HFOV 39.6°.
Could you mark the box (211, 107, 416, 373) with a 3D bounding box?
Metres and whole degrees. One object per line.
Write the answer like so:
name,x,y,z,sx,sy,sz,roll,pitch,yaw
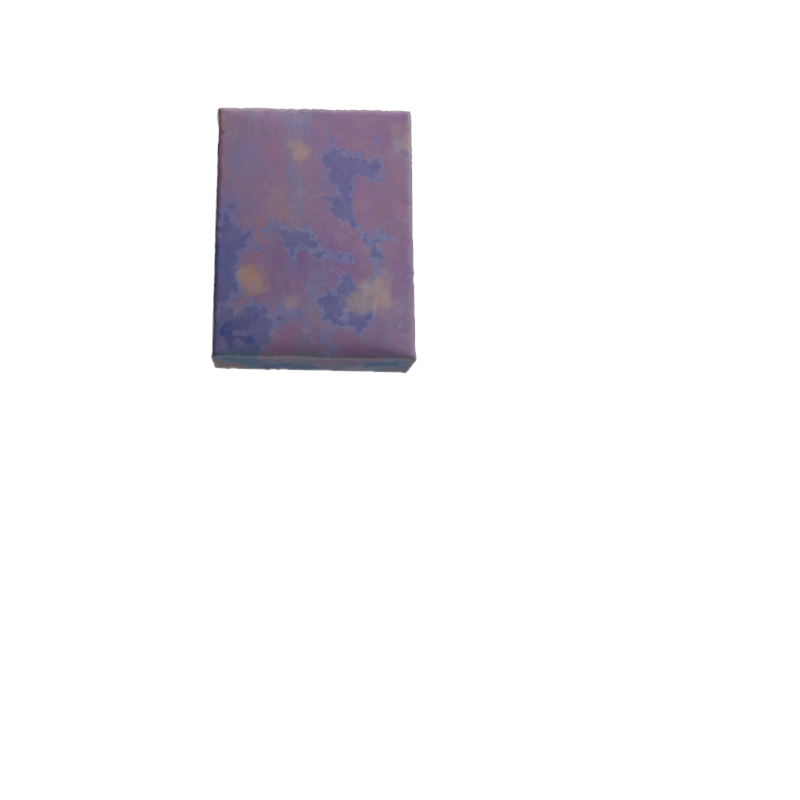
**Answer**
box,-0.073,-0.132,0.926,0.163,0.222,0.069,0,-16,-4
